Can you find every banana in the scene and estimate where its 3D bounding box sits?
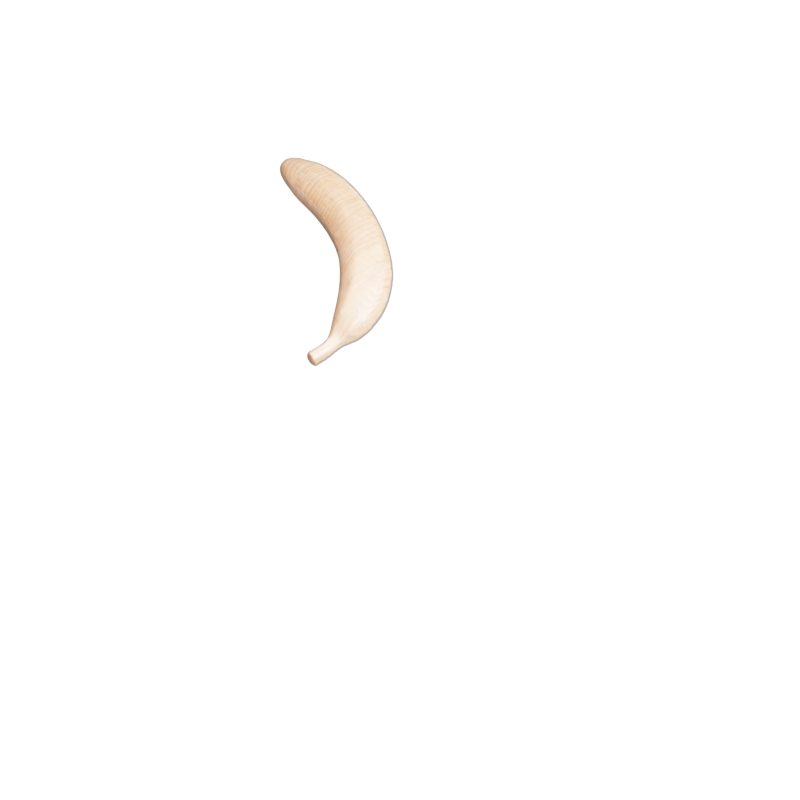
[{"bbox_3d":[-0.044,-0.114,0.805,0.069,0.213,0.034,-6,-41,-6],"label":"banana"}]
